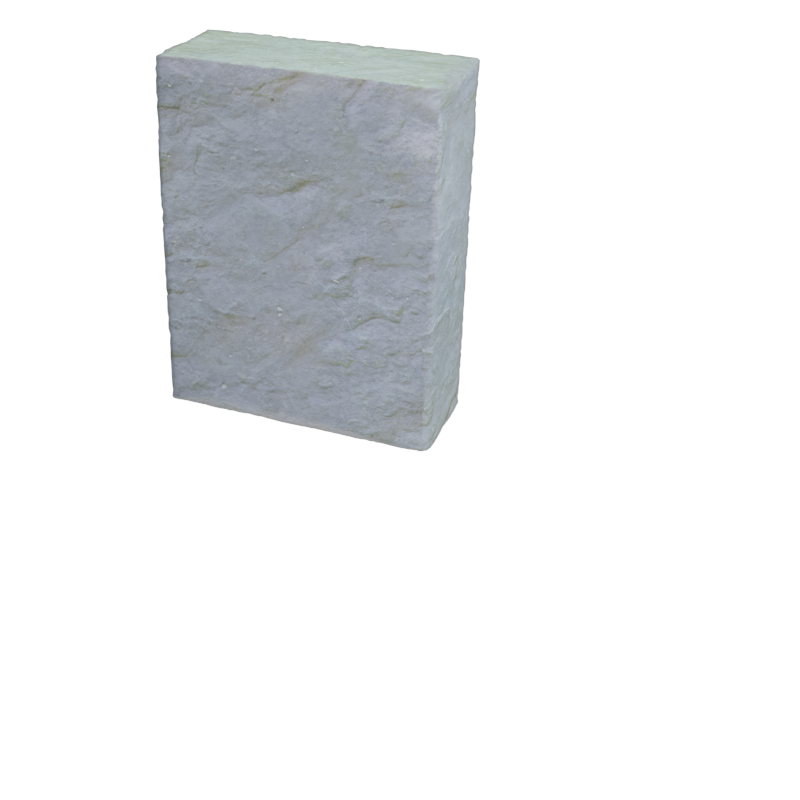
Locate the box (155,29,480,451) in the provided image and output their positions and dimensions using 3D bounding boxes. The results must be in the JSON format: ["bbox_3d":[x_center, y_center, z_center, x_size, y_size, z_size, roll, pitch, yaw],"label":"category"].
[{"bbox_3d":[-0.049,-0.089,0.623,0.170,0.202,0.073,12,28,19],"label":"box"}]
